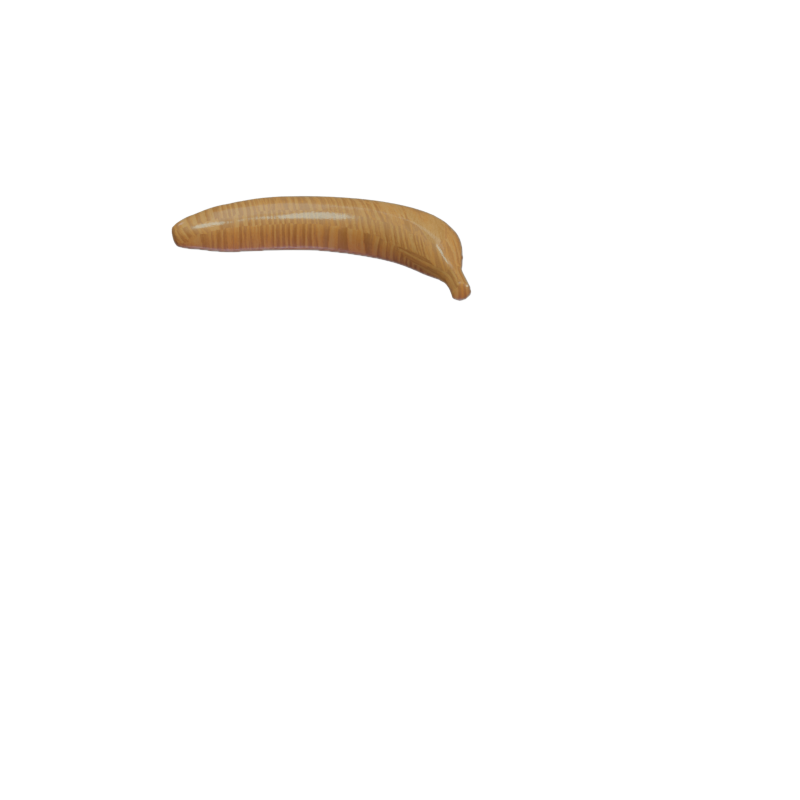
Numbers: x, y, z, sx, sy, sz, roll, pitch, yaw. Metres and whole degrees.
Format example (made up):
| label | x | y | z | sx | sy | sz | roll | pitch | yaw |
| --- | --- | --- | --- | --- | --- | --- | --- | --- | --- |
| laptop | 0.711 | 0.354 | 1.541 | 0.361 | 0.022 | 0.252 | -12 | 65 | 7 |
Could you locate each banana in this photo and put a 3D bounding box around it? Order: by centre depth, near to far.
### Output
| label | x | y | z | sx | sy | sz | roll | pitch | yaw |
| --- | --- | --- | --- | --- | --- | --- | --- | --- | --- |
| banana | -0.043 | -0.104 | 0.694 | 0.204 | 0.035 | 0.071 | 11 | 28 | 20 |
